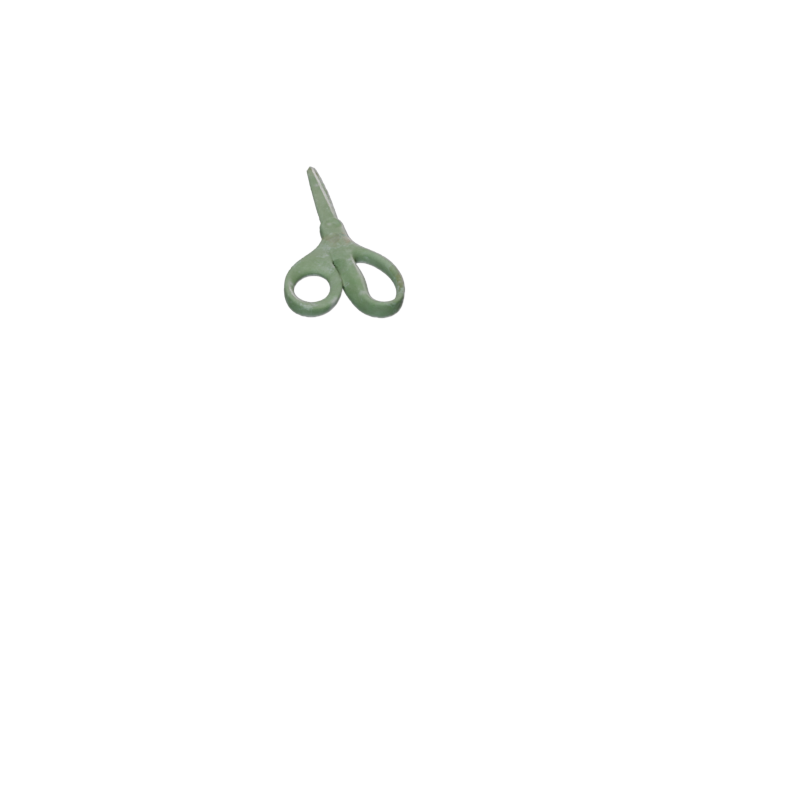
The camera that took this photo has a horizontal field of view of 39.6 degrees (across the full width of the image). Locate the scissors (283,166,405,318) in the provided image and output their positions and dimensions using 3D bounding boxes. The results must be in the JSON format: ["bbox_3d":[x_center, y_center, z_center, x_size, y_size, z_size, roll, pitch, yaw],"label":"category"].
[{"bbox_3d":[-0.067,-0.123,0.858,0.095,0.015,0.218,-18,43,-20],"label":"scissors"}]
